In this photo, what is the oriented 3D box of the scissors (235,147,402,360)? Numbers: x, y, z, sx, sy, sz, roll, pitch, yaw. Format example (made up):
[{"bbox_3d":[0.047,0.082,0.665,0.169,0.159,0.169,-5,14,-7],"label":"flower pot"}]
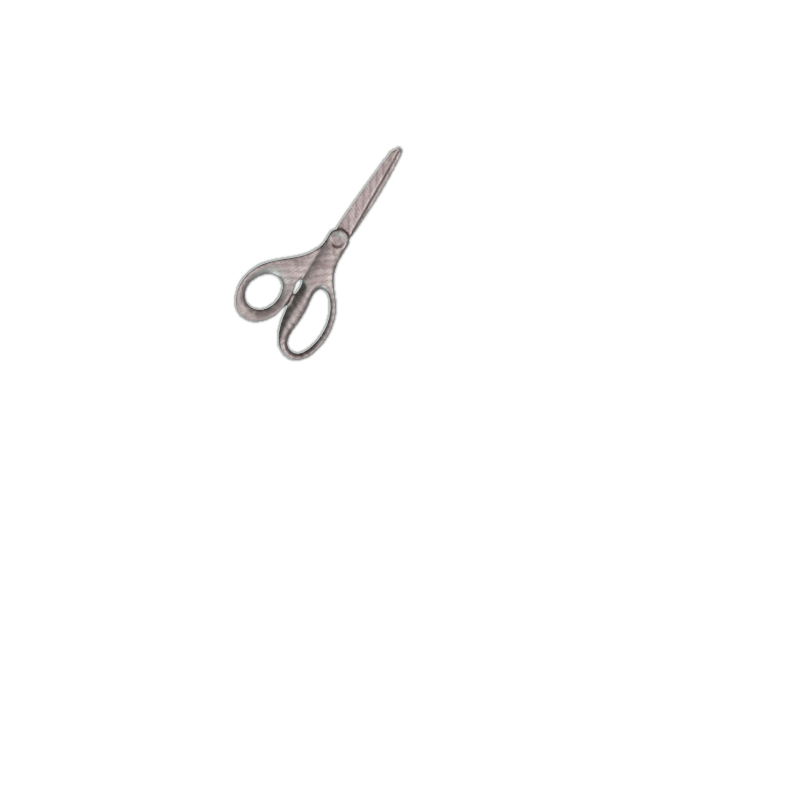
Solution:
[{"bbox_3d":[-0.074,-0.135,0.947,0.096,0.204,0.015,18,-6,2],"label":"scissors"}]
